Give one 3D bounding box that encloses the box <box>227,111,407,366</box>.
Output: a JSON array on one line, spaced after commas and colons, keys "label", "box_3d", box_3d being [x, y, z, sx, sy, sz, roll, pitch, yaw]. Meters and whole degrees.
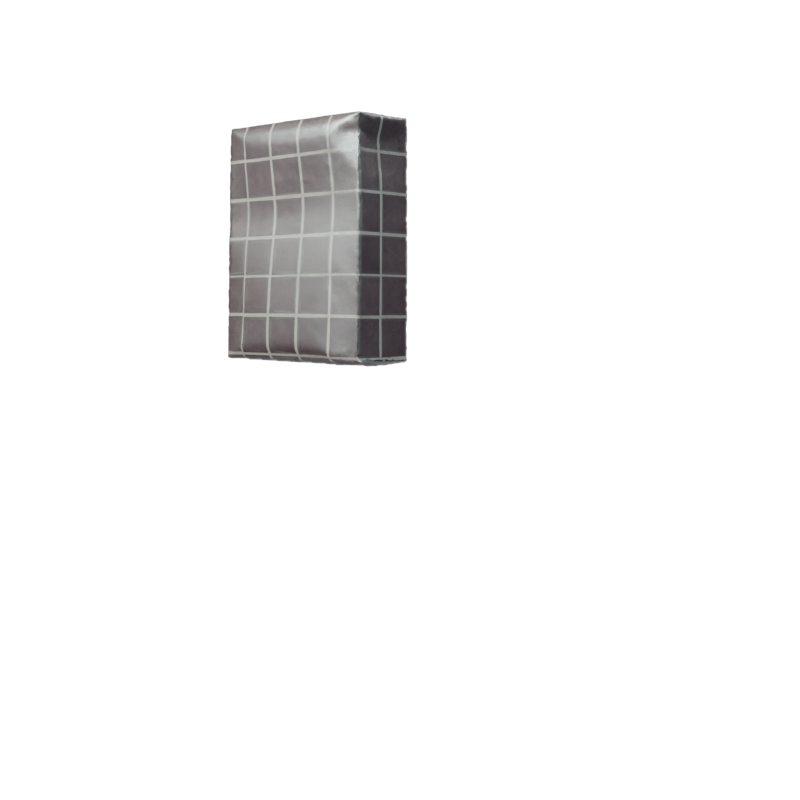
[{"label": "box", "box_3d": [-0.077, -0.141, 0.985, 0.170, 0.215, 0.069, 1, -1, 41]}]
